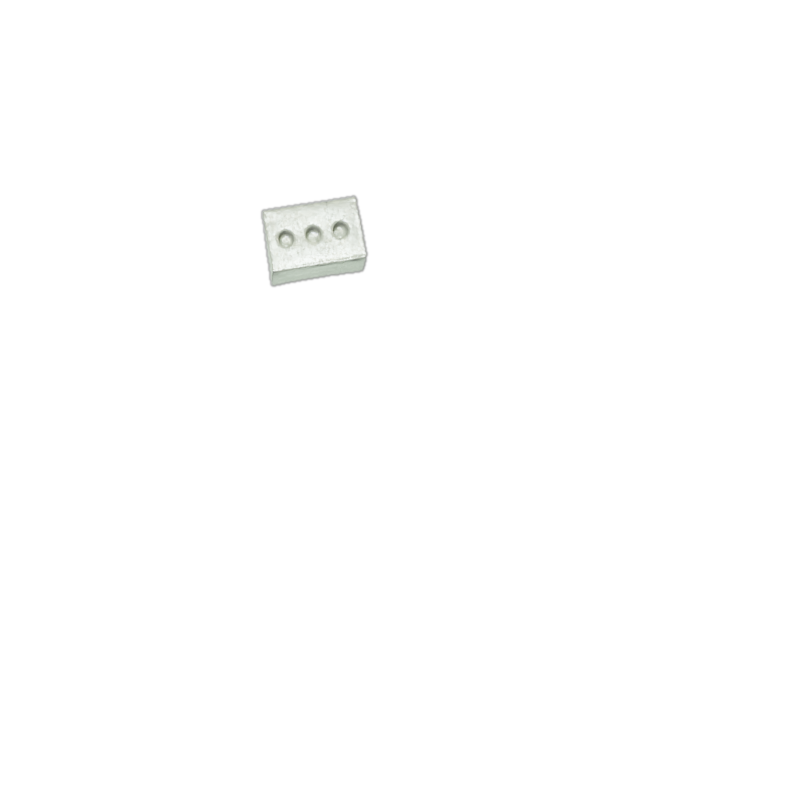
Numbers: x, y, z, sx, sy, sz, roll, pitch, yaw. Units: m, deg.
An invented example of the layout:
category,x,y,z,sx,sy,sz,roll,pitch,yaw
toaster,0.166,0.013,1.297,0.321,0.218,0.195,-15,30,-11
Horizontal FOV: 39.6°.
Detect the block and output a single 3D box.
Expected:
category,x,y,z,sx,sy,sz,roll,pitch,yaw
block,-0.070,-0.128,0.895,0.078,0.054,0.050,-10,-10,-3
